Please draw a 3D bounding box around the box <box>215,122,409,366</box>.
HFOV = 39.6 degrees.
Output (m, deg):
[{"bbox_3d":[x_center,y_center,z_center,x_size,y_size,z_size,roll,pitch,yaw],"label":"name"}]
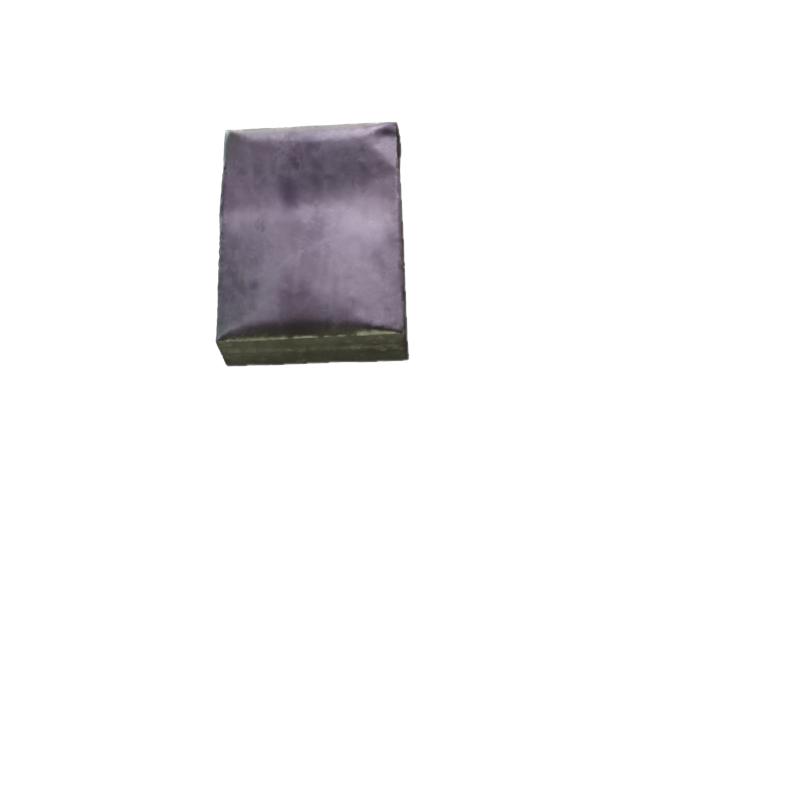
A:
[{"bbox_3d":[-0.078,-0.142,0.995,0.165,0.226,0.068,-3,-24,3],"label":"box"}]
